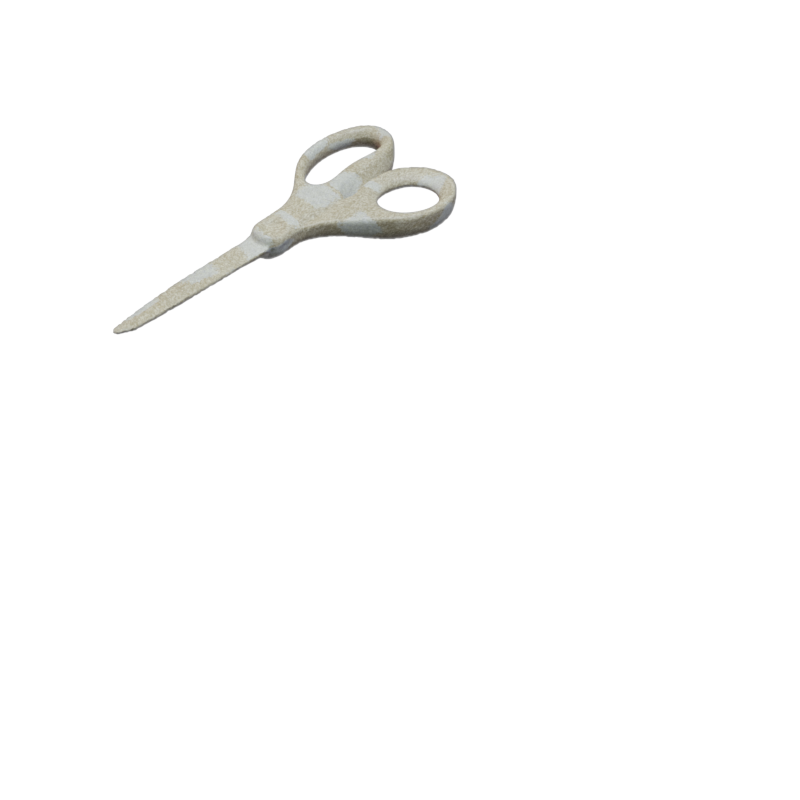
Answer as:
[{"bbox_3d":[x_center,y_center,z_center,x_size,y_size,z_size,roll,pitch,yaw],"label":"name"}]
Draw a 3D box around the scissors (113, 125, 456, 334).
[{"bbox_3d":[-0.043,-0.078,0.547,0.100,0.015,0.208,18,46,18],"label":"scissors"}]
